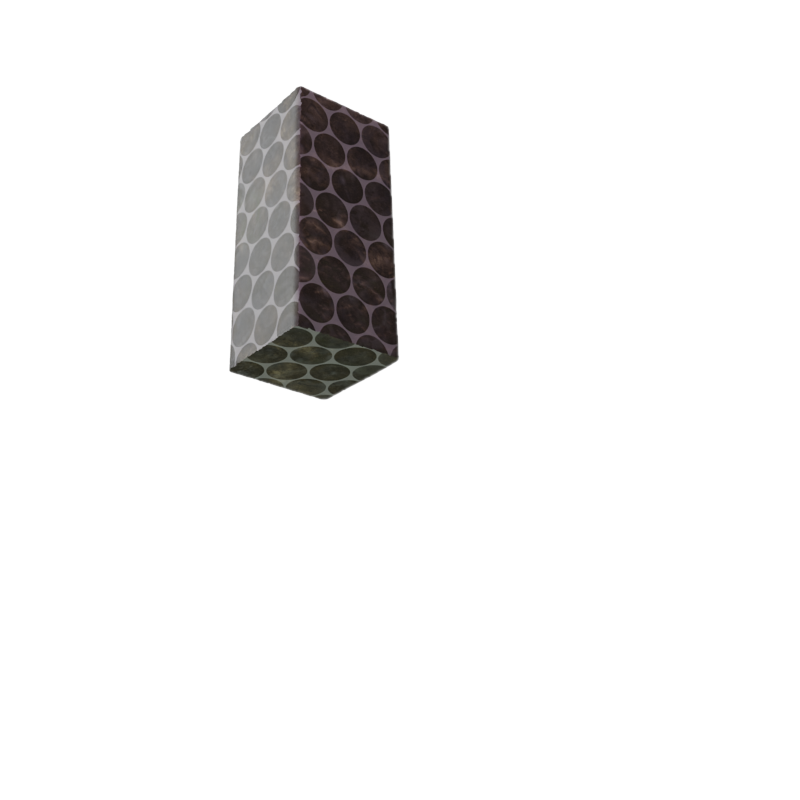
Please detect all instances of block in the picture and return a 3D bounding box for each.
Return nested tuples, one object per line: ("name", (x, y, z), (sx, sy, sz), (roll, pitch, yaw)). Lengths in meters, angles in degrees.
("block", (-0.066, -0.119, 0.836), (0.086, 0.219, 0.089), (20, -36, -33))
